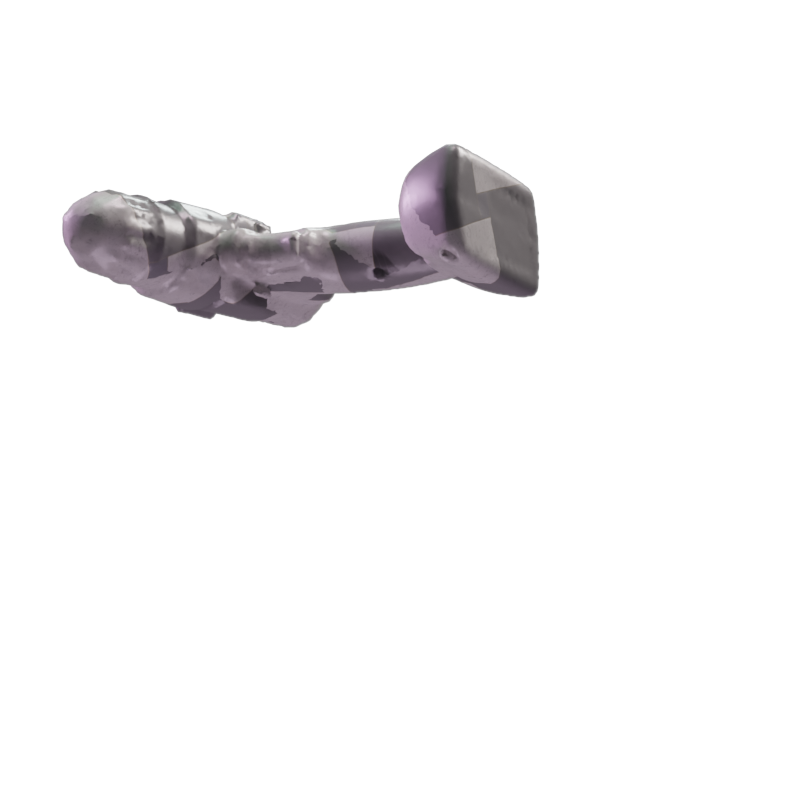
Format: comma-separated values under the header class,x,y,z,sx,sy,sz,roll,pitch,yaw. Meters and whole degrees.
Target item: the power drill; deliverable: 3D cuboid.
class,x,y,z,sx,sy,sz,roll,pitch,yaw
power drill,-0.042,-0.076,0.535,0.193,0.059,0.175,-3,-6,31
